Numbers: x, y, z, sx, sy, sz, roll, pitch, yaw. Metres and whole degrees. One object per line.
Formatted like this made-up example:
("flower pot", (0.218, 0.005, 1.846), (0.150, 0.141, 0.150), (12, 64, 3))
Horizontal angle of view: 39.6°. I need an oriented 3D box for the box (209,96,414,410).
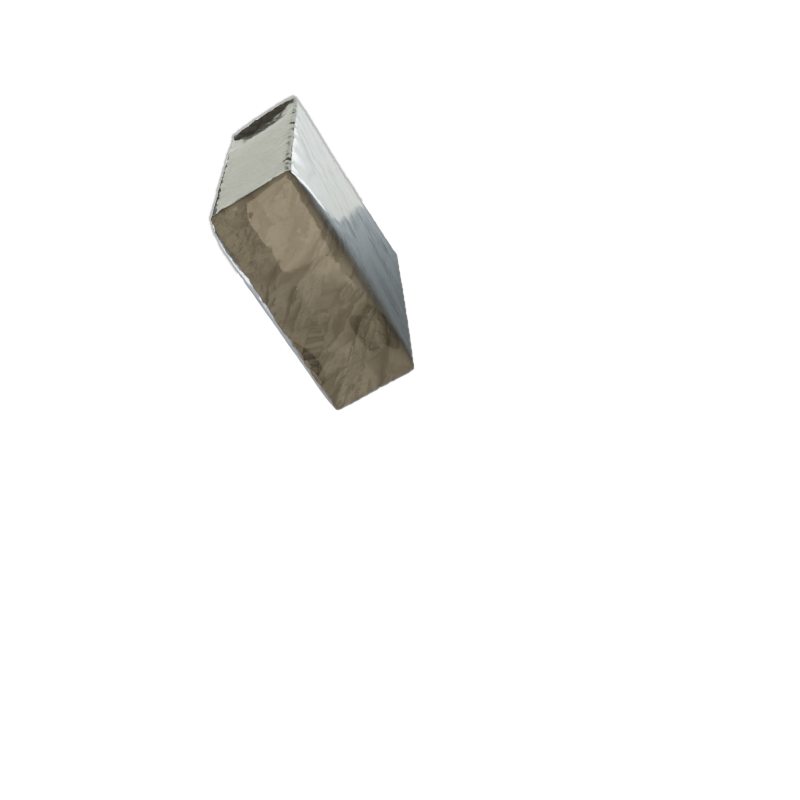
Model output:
("box", (-0.064, -0.117, 0.817), (0.072, 0.156, 0.225), (-30, 23, 11))
